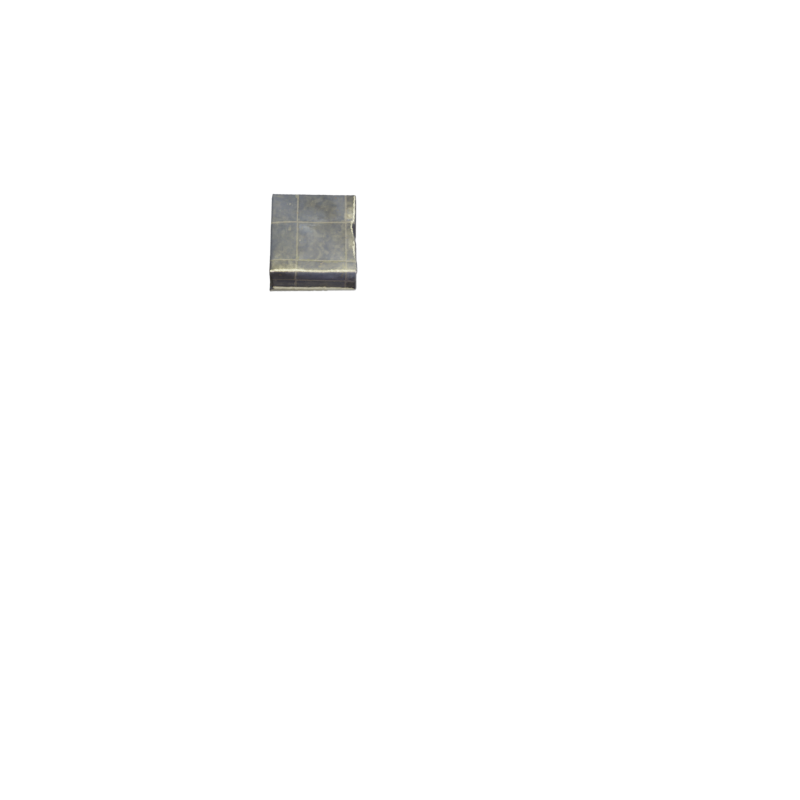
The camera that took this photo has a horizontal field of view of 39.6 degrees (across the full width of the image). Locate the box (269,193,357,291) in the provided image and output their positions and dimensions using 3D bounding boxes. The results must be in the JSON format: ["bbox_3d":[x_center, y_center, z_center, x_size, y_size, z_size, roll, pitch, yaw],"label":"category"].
[{"bbox_3d":[-0.073,-0.134,0.937,0.073,0.096,0.028,0,-37,-1],"label":"box"}]
